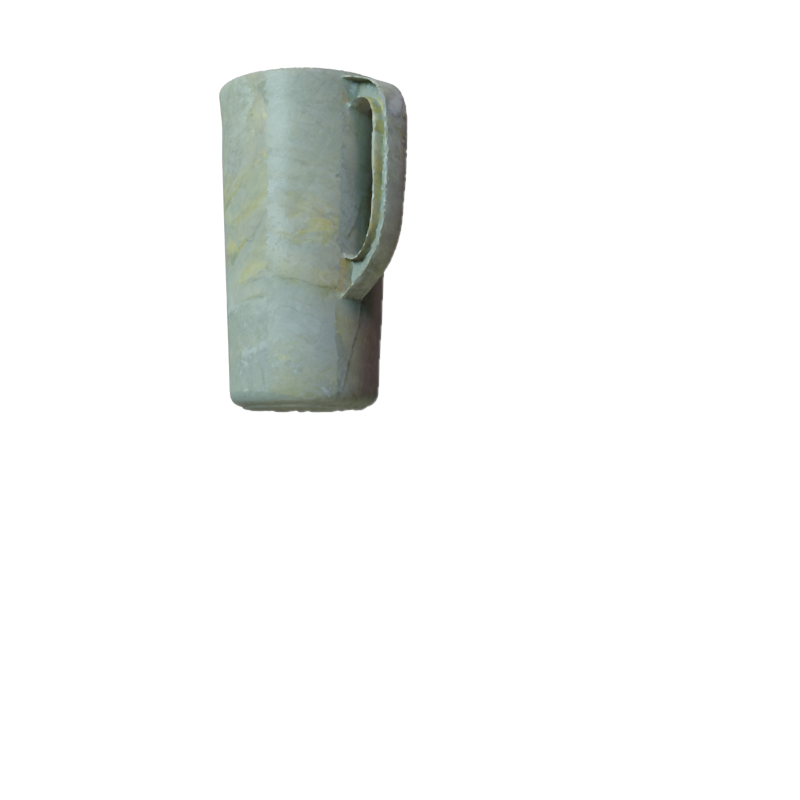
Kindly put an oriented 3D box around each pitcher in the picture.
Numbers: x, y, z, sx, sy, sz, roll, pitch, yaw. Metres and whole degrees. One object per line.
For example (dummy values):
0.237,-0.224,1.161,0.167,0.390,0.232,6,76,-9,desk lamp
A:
-0.064,-0.116,0.813,0.146,0.249,0.145,-1,-9,5,pitcher
